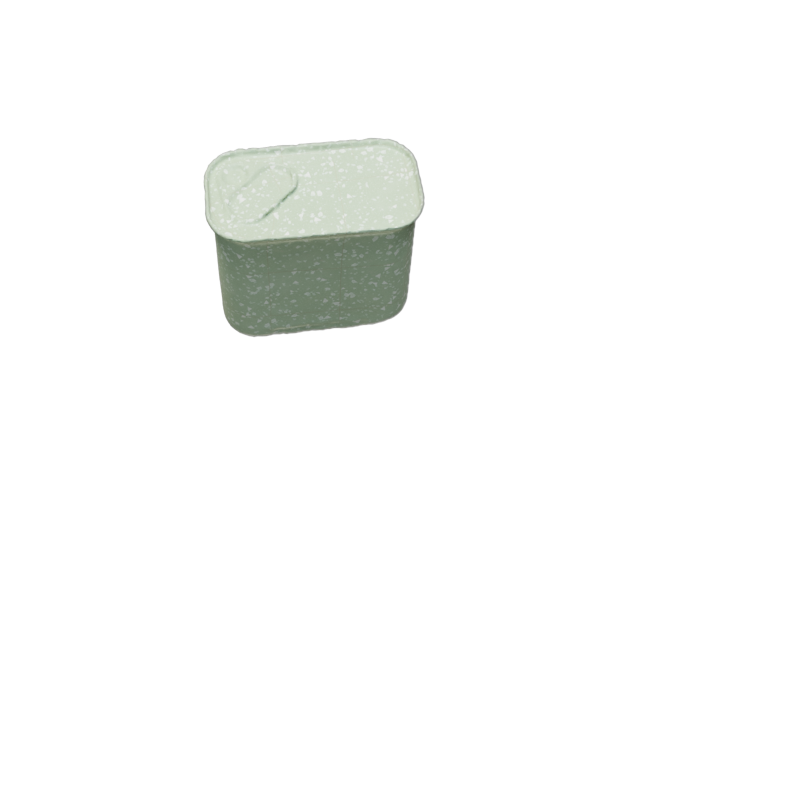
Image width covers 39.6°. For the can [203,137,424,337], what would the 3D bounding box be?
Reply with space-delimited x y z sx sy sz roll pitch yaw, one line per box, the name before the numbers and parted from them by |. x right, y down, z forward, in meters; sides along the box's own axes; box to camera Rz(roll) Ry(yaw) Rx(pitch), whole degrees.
can | -0.043 -0.078 0.549 0.101 0.062 0.078 -5 -34 -5
